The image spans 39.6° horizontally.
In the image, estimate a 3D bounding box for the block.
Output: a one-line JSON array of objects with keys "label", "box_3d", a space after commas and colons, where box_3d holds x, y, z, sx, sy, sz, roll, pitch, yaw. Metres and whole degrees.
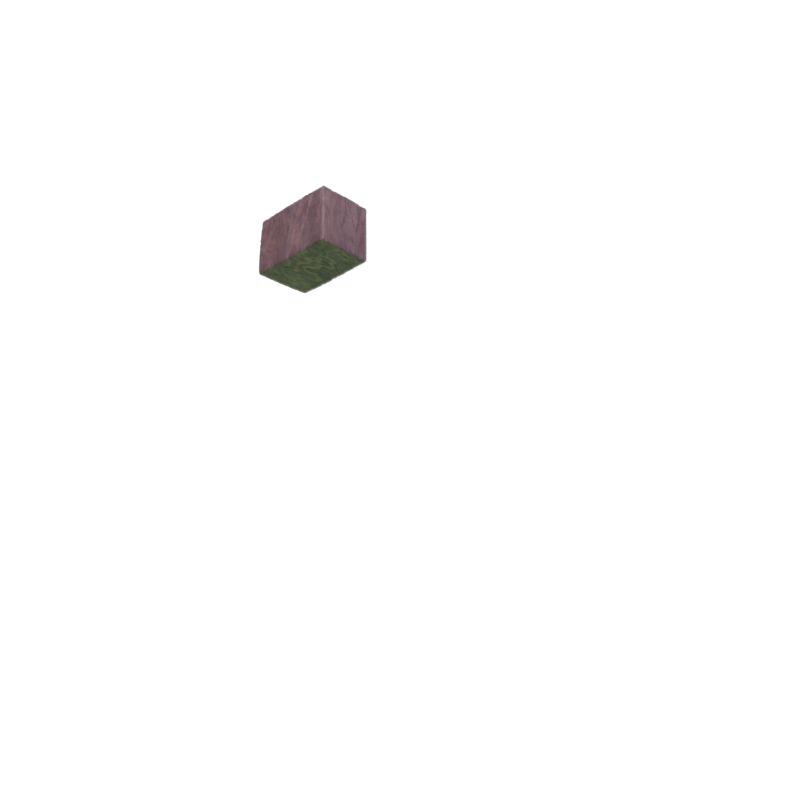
[{"label": "block", "box_3d": [-0.072, -0.131, 0.917, 0.078, 0.054, 0.049, -24, -35, 38]}]
